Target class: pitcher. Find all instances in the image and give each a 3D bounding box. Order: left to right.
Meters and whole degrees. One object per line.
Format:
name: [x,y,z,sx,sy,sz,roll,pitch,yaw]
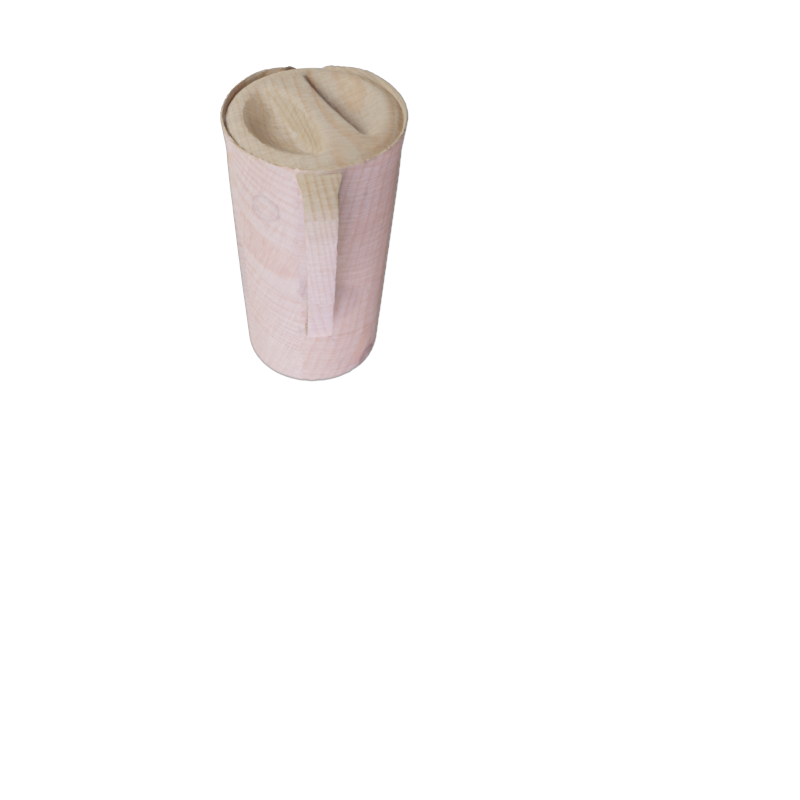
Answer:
pitcher: [-0.067,-0.122,0.854,0.153,0.226,0.151,31,52,25]
